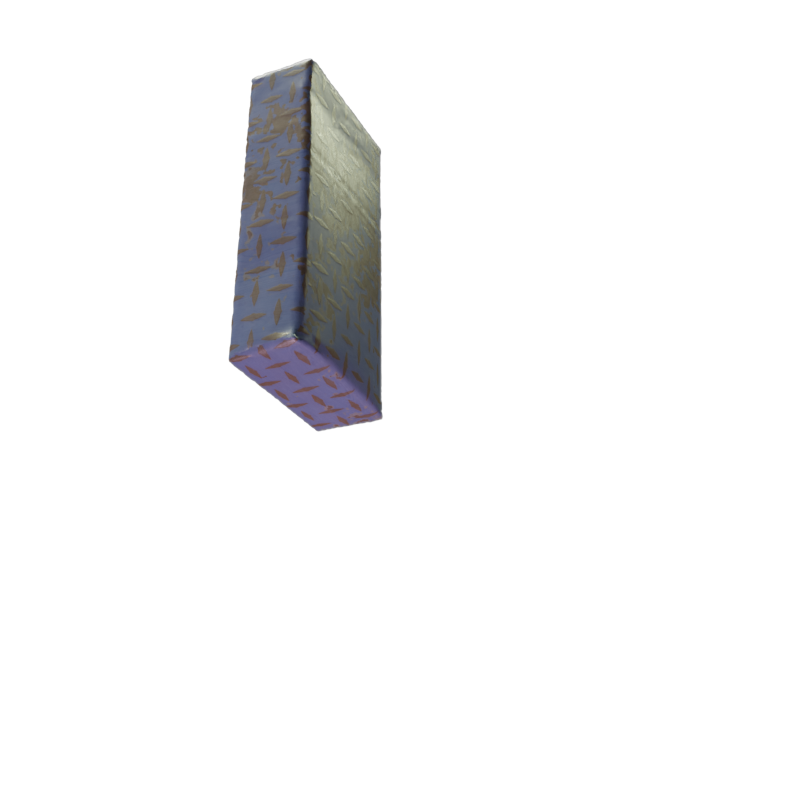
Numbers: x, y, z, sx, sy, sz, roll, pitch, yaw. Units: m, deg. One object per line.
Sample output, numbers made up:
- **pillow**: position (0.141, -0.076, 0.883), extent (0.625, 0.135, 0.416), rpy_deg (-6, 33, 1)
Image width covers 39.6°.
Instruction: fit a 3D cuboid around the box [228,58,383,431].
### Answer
- **box**: position (-0.046, -0.084, 0.589), extent (0.049, 0.188, 0.086), rpy_deg (-16, -35, 21)
